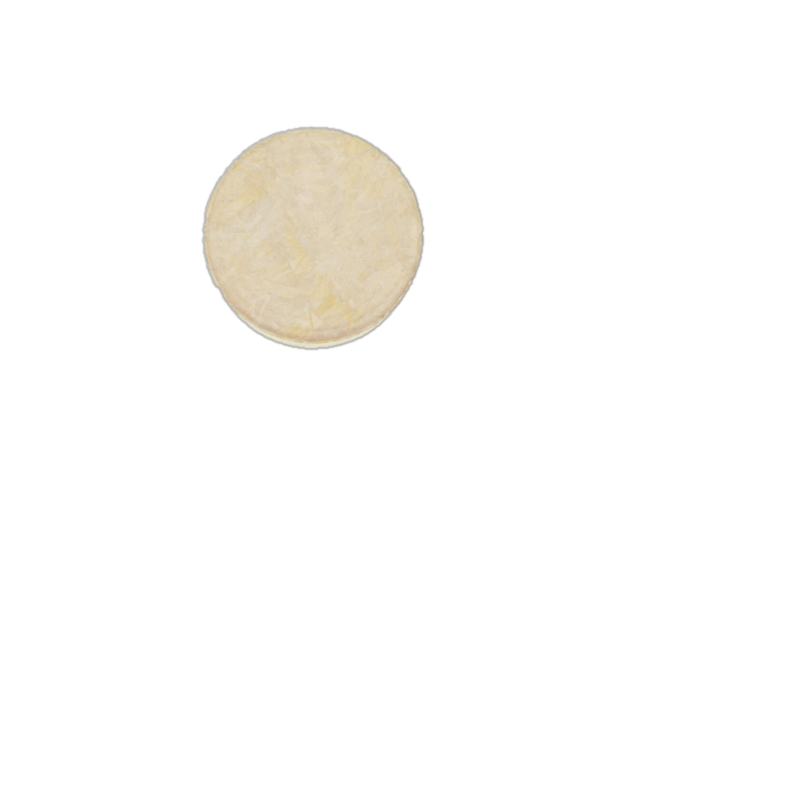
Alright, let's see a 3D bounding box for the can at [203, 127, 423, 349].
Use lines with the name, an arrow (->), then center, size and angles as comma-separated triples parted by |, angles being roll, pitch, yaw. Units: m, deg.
can -> -0.035, -0.064, 0.447 | 0.086, 0.088, 0.033 | 0, -10, -1
